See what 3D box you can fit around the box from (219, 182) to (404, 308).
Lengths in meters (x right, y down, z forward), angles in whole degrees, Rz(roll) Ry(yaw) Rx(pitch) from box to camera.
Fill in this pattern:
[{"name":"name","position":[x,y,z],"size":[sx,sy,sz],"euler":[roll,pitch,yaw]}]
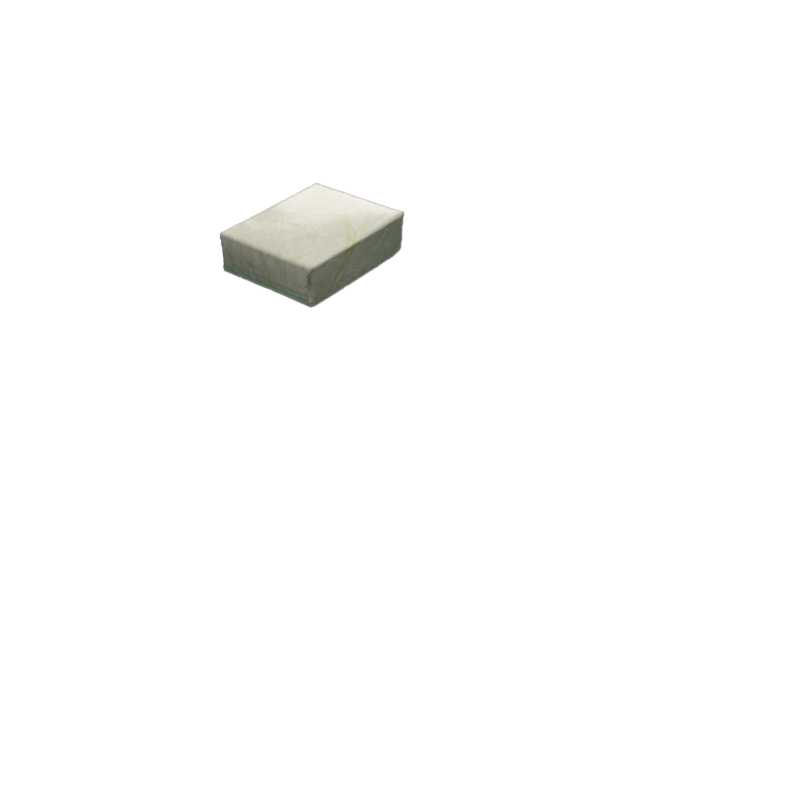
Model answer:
[{"name":"box","position":[-0.065,-0.119,0.833],"size":[0.095,0.037,0.114],"euler":[23,39,31]}]
